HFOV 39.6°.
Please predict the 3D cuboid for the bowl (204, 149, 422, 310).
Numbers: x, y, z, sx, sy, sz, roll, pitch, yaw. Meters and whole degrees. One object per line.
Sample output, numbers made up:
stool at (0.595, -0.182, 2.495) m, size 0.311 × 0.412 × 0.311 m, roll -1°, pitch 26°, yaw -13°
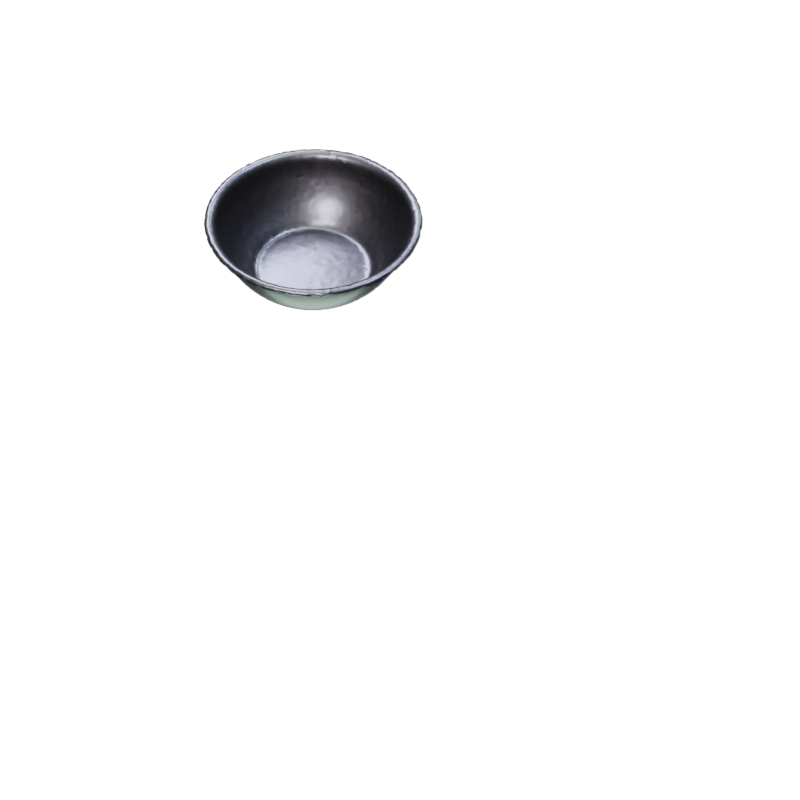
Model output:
bowl at (-0.066, -0.120, 0.838) m, size 0.162 × 0.174 × 0.051 m, roll -1°, pitch -43°, yaw -1°
